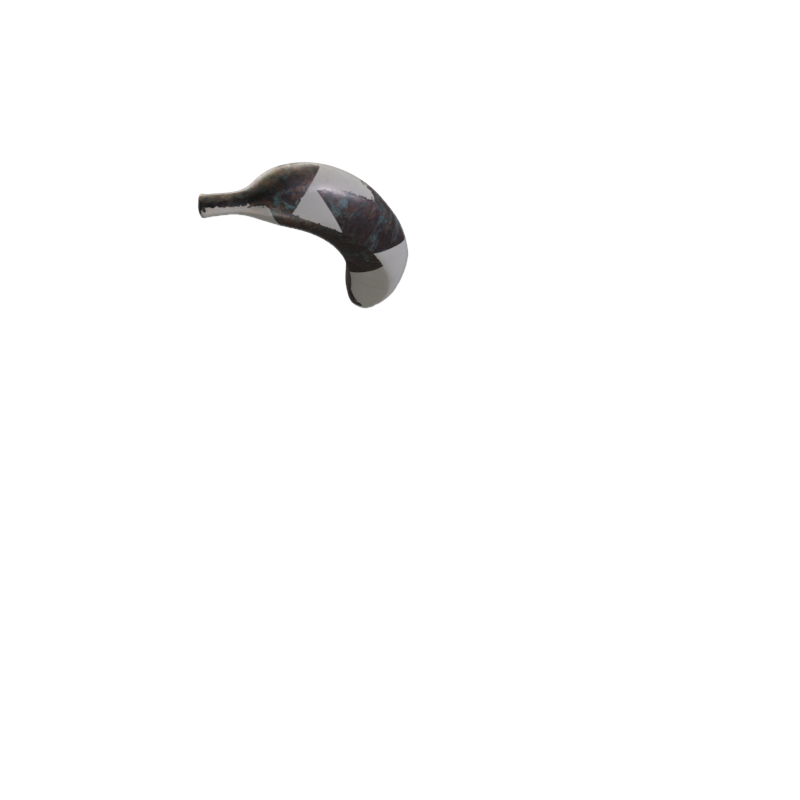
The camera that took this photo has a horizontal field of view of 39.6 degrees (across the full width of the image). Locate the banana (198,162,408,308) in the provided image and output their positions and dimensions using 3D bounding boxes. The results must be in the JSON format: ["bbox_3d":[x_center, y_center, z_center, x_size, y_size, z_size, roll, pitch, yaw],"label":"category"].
[{"bbox_3d":[-0.033,-0.092,0.616,0.071,0.038,0.186,-7,-15,23],"label":"banana"}]
